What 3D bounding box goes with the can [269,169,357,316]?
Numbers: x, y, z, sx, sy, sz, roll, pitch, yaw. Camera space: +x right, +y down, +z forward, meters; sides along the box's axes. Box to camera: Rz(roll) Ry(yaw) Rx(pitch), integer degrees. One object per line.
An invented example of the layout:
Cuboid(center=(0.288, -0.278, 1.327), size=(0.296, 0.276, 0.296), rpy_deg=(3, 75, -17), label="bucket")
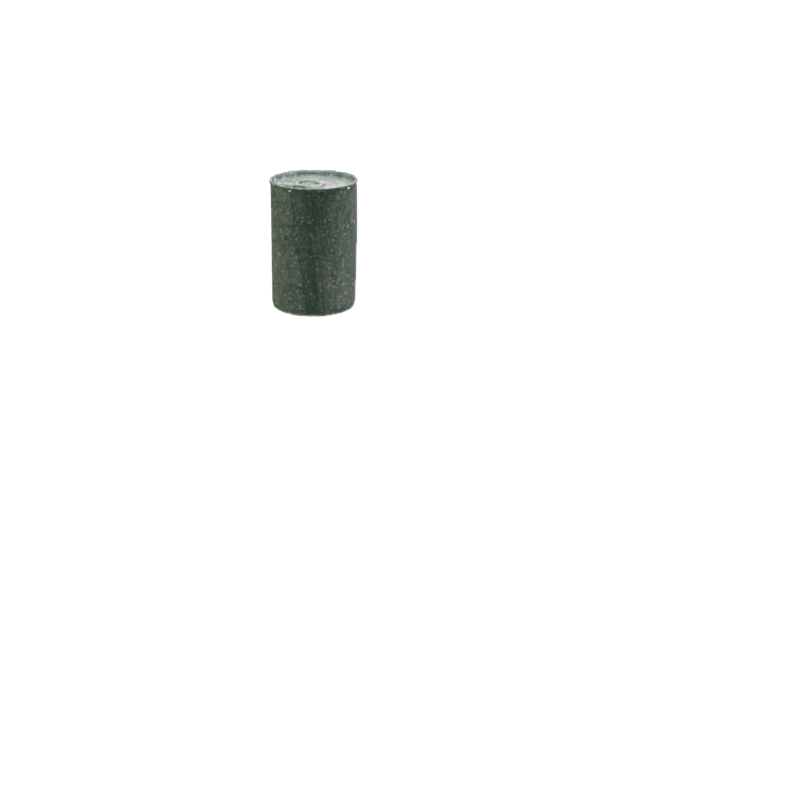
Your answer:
Cuboid(center=(-0.068, -0.124, 0.868), size=(0.068, 0.098, 0.071), rpy_deg=(0, 19, -2), label="can")
